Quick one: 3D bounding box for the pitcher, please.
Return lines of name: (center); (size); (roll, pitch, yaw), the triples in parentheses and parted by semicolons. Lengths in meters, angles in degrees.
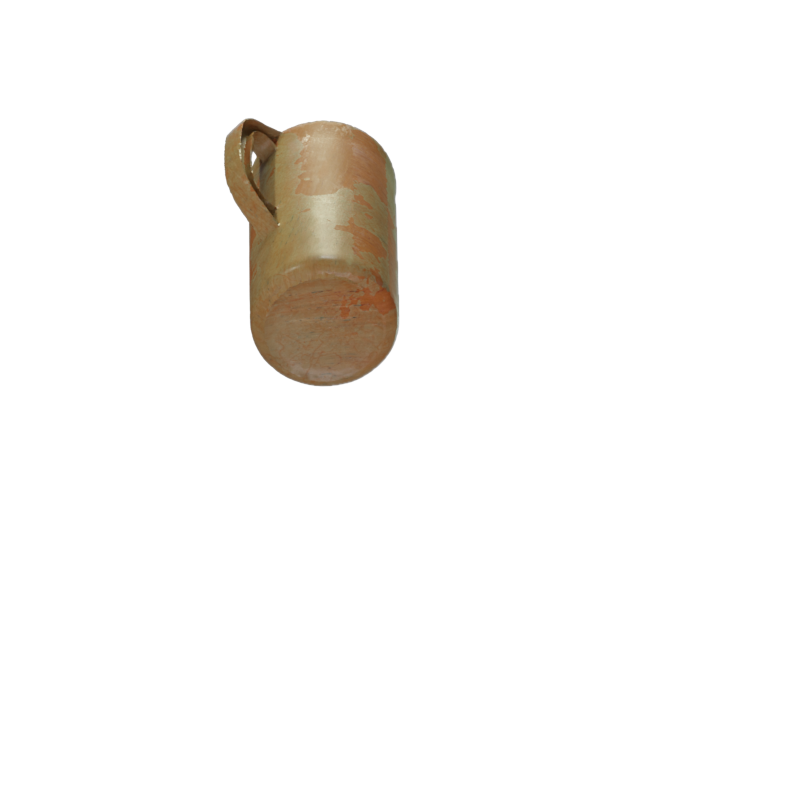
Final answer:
pitcher: (-0.070, -0.127, 0.891); (0.149, 0.136, 0.259); (1, 33, -4)
